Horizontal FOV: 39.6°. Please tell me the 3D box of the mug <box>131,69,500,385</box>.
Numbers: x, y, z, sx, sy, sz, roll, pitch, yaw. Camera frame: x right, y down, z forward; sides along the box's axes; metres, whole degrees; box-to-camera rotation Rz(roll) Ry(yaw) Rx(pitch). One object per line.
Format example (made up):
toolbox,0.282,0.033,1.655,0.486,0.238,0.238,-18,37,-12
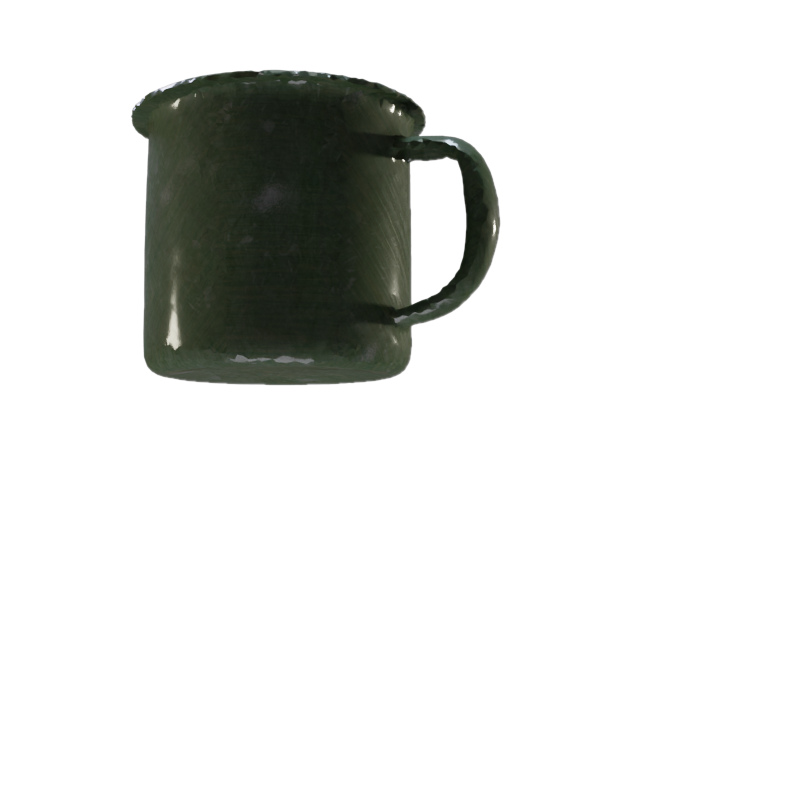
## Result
mug,-0.027,-0.048,0.339,0.120,0.083,0.089,-3,-8,23
